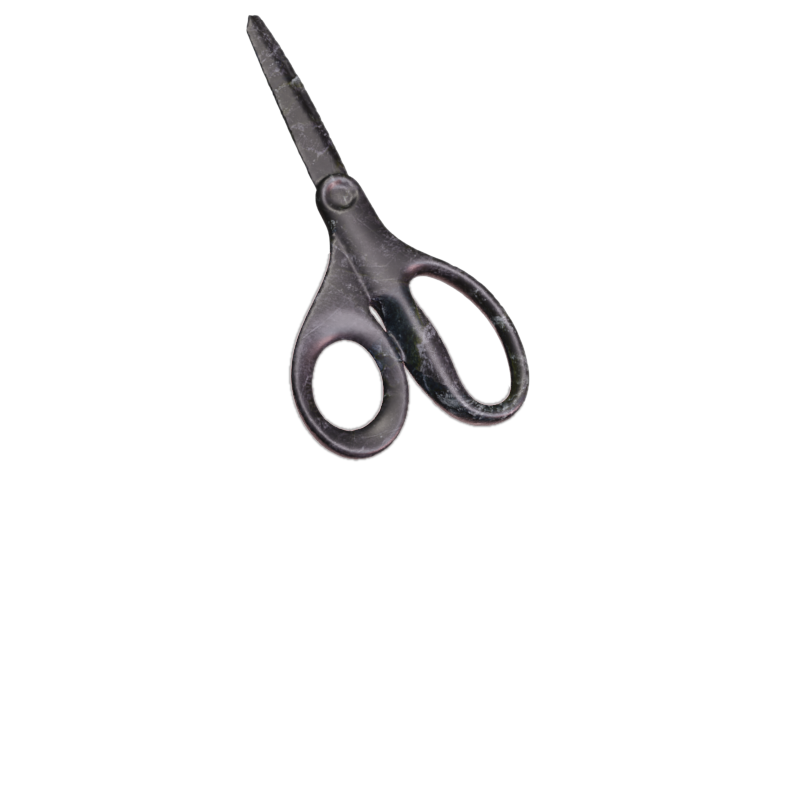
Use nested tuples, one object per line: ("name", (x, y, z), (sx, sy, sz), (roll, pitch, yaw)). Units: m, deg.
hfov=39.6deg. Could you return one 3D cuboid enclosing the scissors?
("scissors", (-0.034, -0.062, 0.437), (0.097, 0.211, 0.015), (-36, -18, -14))
